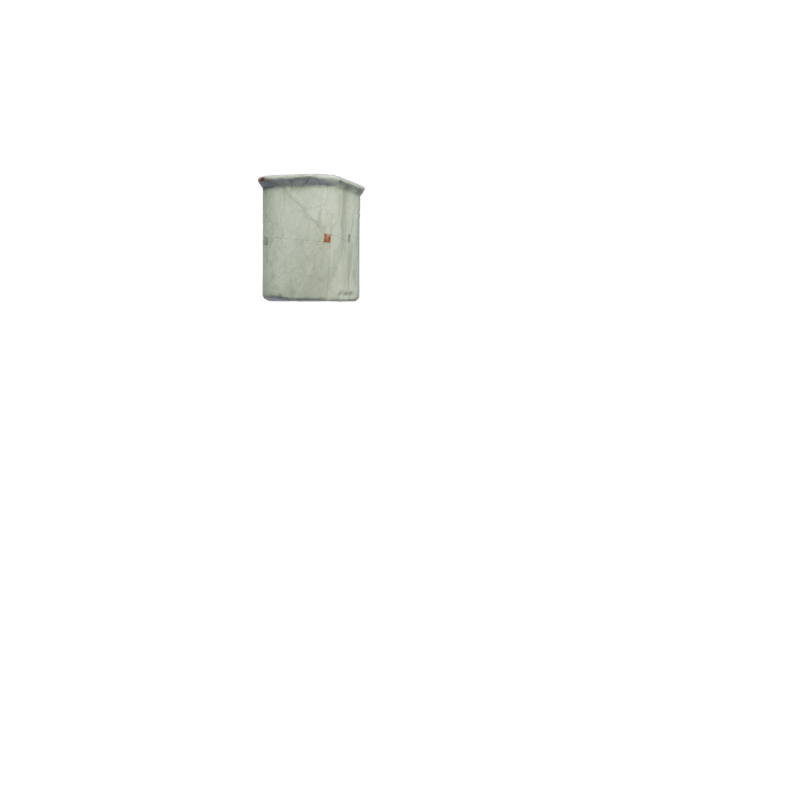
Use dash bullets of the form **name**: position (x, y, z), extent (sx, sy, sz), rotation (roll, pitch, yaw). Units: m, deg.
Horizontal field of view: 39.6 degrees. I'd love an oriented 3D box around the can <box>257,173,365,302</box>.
- **can**: position (-0.061, -0.111, 0.774), extent (0.059, 0.084, 0.100), rotation (0, 2, 13)
